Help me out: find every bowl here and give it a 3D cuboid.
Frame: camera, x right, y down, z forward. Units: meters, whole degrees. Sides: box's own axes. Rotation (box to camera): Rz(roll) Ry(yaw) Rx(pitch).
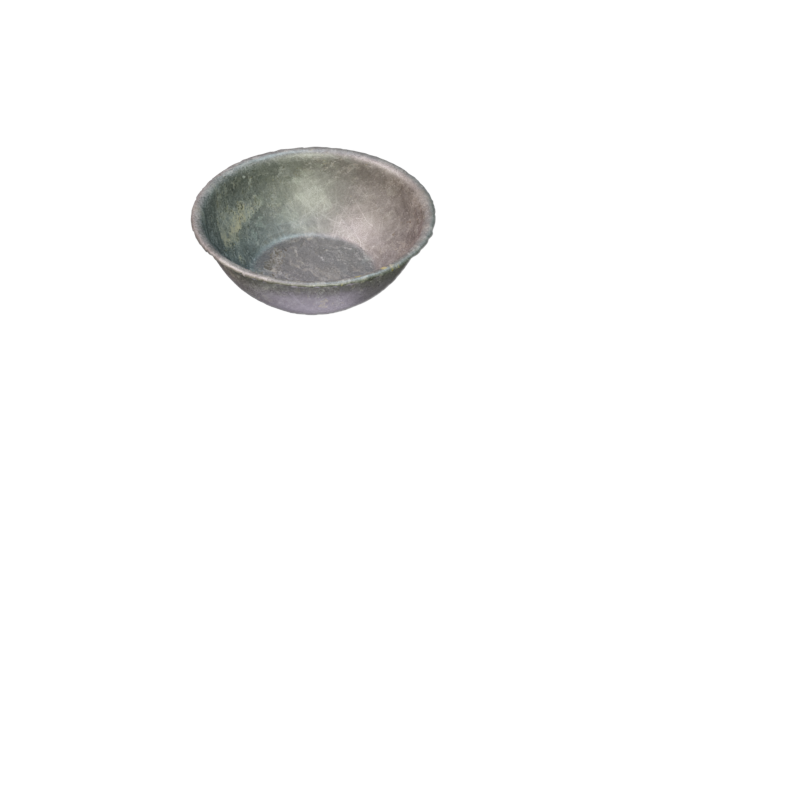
[{"bbox_3d":[-0.059,-0.107,0.748,0.162,0.051,0.174,-1,41,-2],"label":"bowl"}]
